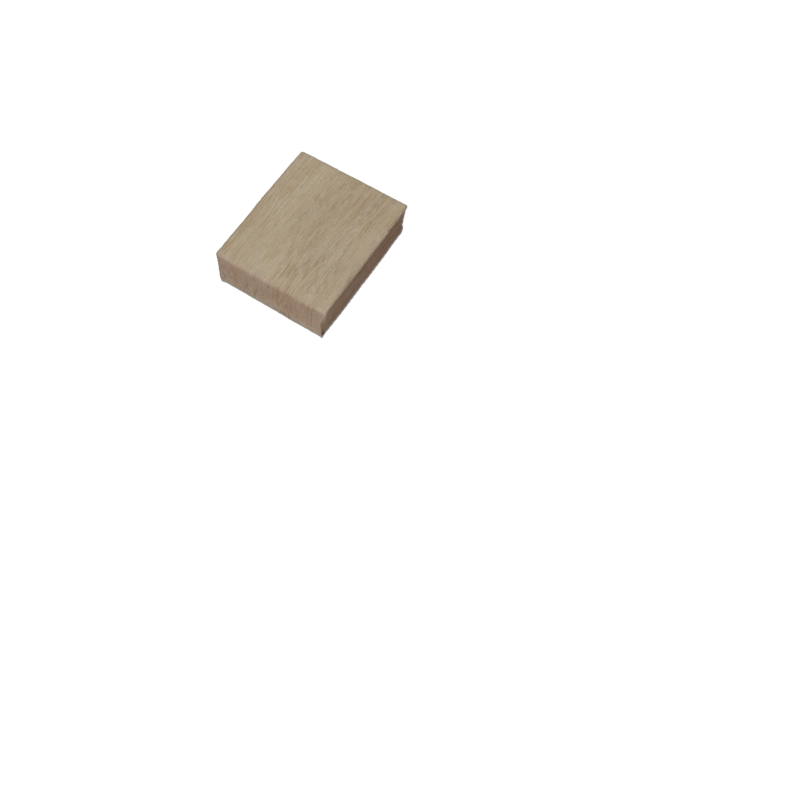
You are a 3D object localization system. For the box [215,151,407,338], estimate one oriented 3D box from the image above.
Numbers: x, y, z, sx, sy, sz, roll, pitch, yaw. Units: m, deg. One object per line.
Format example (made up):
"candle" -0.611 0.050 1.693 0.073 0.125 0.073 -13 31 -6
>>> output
"box" -0.061 -0.112 0.781 0.093 0.117 0.036 27 -27 15
